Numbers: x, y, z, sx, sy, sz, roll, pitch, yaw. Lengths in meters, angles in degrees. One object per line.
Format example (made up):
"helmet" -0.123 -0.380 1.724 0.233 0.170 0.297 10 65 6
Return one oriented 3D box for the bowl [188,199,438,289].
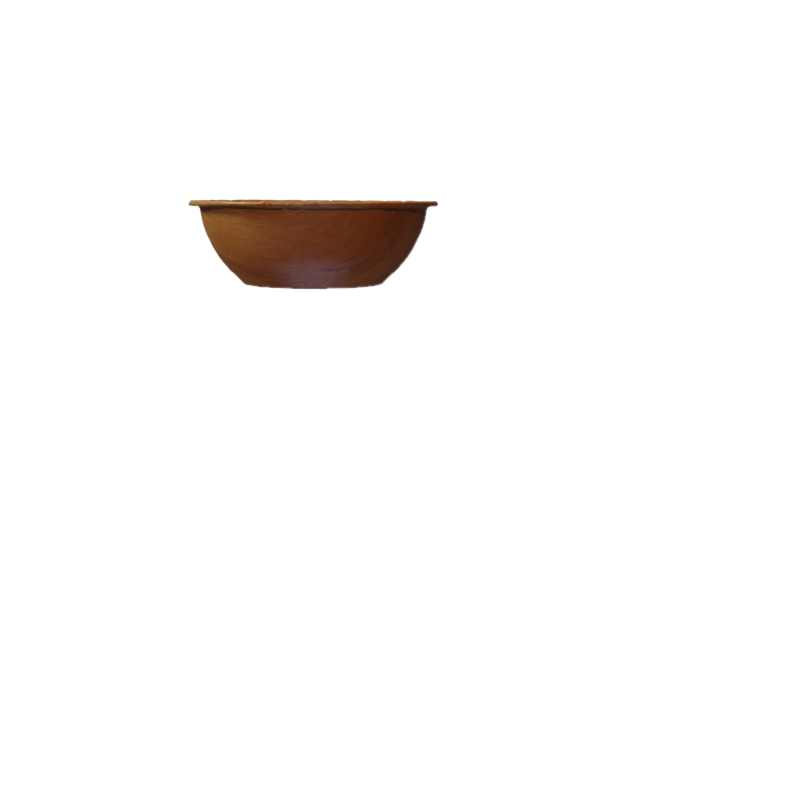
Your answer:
"bowl" -0.056 -0.103 0.721 0.162 0.054 0.165 0 9 -2
